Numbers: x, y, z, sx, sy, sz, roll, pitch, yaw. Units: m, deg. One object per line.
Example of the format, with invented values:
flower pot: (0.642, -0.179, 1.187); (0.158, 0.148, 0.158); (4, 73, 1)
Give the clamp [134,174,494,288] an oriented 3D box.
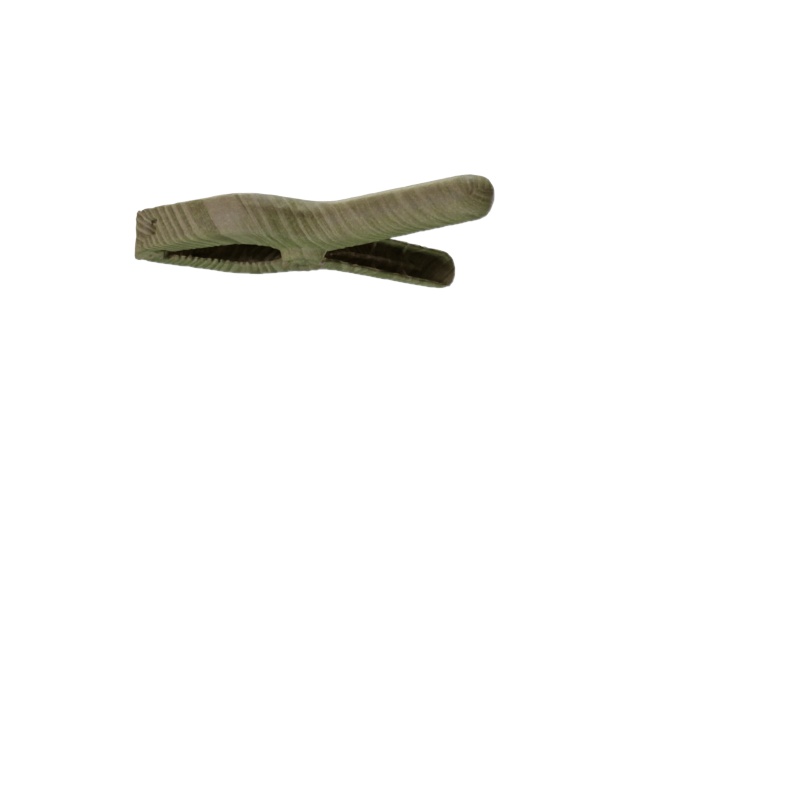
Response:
clamp: (-0.053, -0.096, 0.673); (0.211, 0.038, 0.158); (-1, -11, 4)
